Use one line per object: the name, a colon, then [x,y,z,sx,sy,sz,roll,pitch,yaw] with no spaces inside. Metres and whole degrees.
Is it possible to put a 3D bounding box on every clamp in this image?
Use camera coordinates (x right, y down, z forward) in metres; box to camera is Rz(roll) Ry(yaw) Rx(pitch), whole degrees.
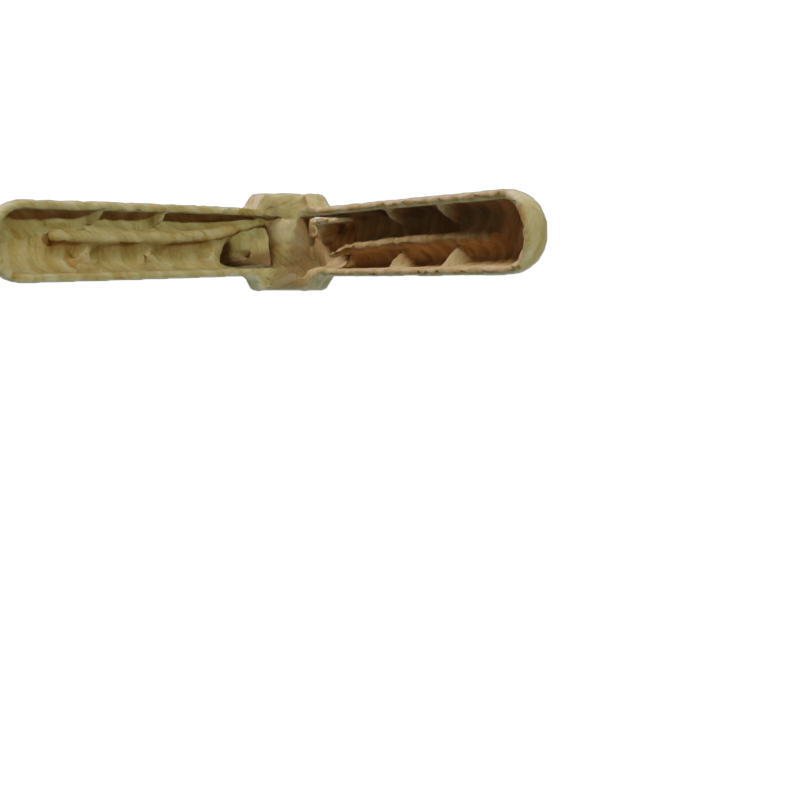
clamp: [-0.032,-0.058,0.407,0.166,0.036,0.209,1,7,8]
